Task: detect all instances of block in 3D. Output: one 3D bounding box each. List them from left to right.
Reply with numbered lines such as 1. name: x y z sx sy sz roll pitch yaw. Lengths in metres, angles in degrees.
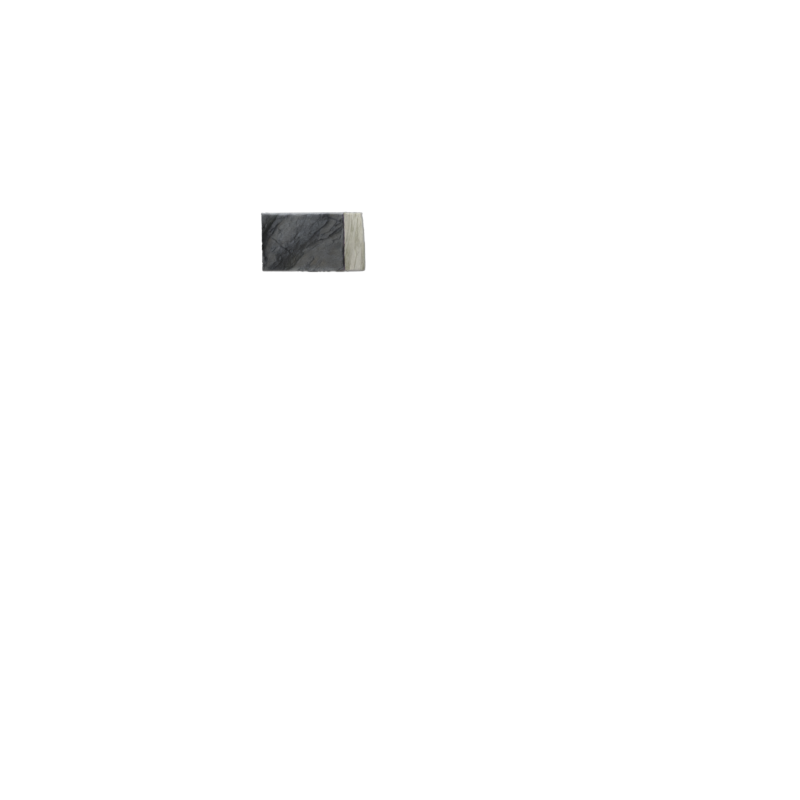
1. block: -0.074 -0.136 0.950 0.080 0.051 0.052 2 4 19
